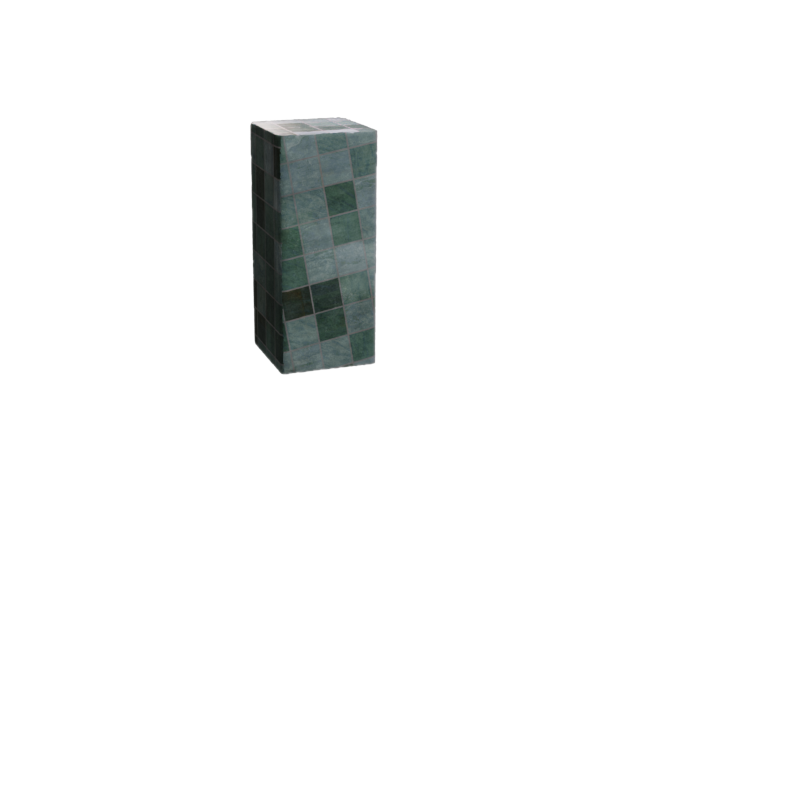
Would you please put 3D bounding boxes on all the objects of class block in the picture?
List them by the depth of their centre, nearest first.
[{"bbox_3d":[-0.077,-0.139,0.975,0.088,0.199,0.096,-5,17,-21],"label":"block"}]
